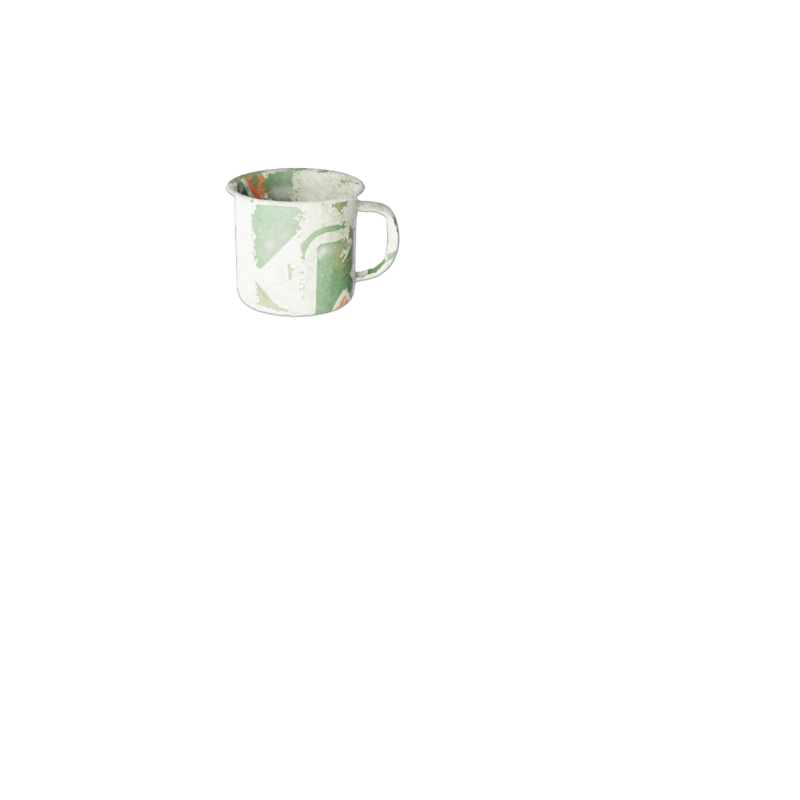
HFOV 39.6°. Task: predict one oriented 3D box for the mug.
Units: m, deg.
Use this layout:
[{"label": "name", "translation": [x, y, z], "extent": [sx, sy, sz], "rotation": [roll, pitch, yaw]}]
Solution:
[{"label": "mug", "translation": [-0.059, -0.108, 0.754], "extent": [0.116, 0.078, 0.098], "rotation": [-1, 23, -4]}]
